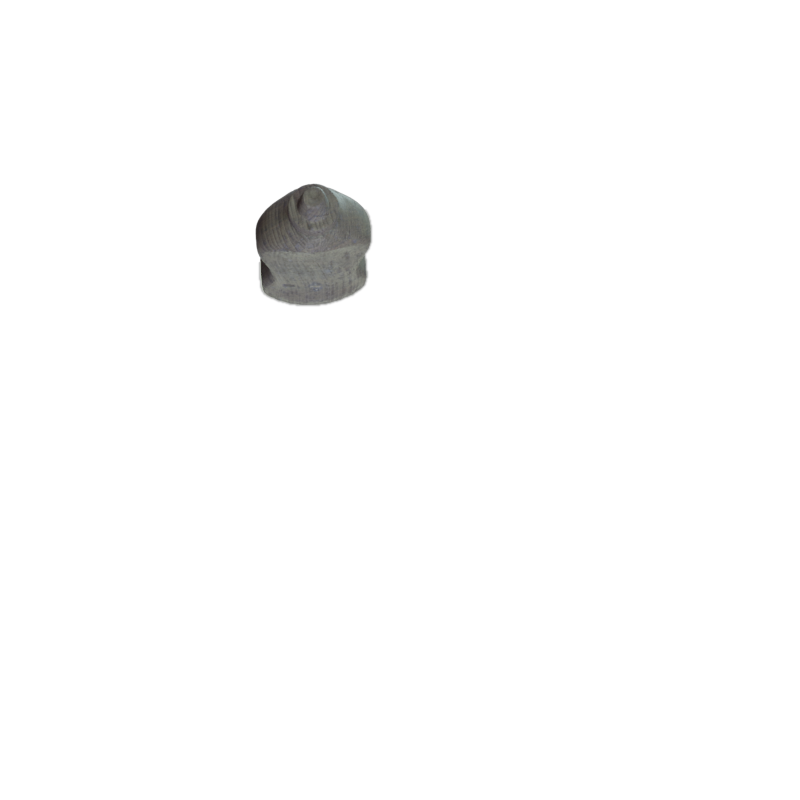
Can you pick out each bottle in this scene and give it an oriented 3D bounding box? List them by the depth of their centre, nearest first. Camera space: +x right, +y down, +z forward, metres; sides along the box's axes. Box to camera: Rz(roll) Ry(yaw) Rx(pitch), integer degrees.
[{"bbox_3d":[-0.073,-0.134,0.934,0.096,0.061,0.185,-2,-13,-4],"label":"bottle"}]
